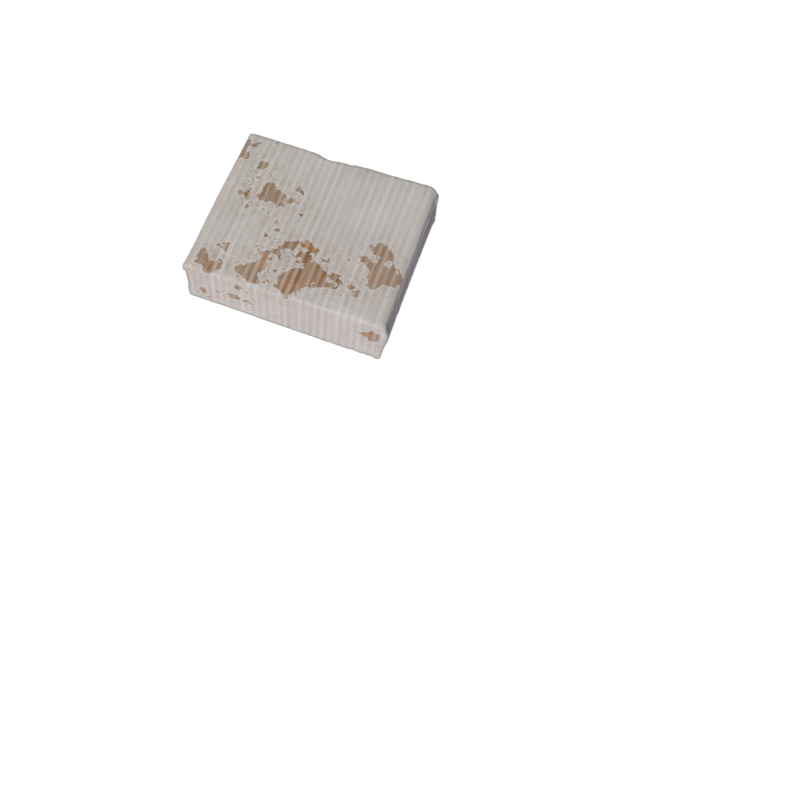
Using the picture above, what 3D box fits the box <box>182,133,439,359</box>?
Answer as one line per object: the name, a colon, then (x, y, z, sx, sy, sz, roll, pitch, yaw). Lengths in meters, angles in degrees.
box: (-0.037, -0.067, 0.471, 0.091, 0.076, 0.028, 18, -28, 9)
